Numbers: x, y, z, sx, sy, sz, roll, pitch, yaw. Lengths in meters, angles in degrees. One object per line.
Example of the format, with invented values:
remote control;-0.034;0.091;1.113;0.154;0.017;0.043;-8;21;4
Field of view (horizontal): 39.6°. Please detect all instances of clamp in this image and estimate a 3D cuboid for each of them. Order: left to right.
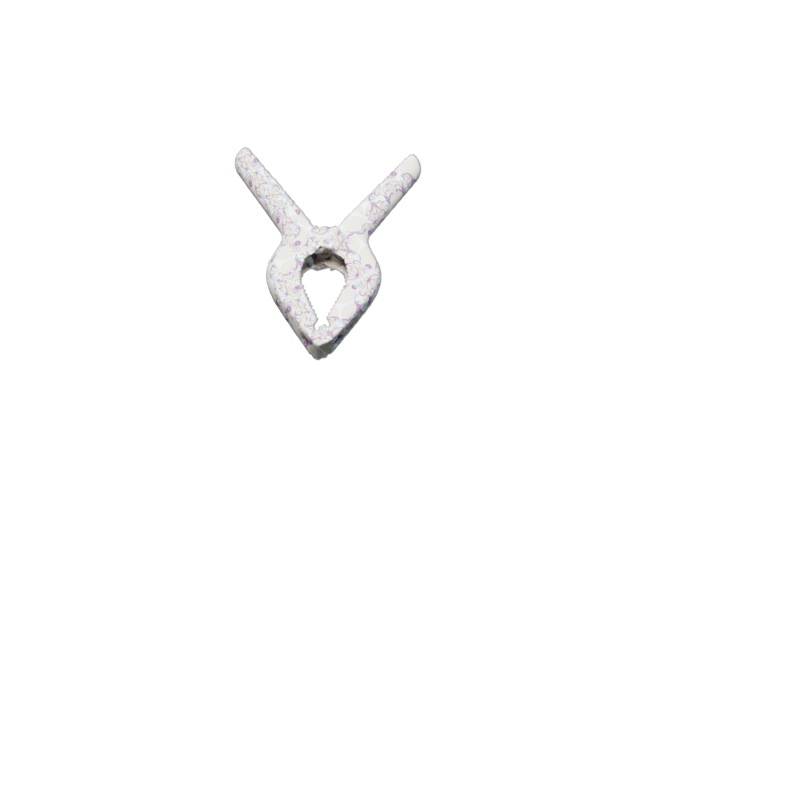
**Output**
clamp;-0.073;-0.134;0.938;0.166;0.223;0.034;6;-32;4
